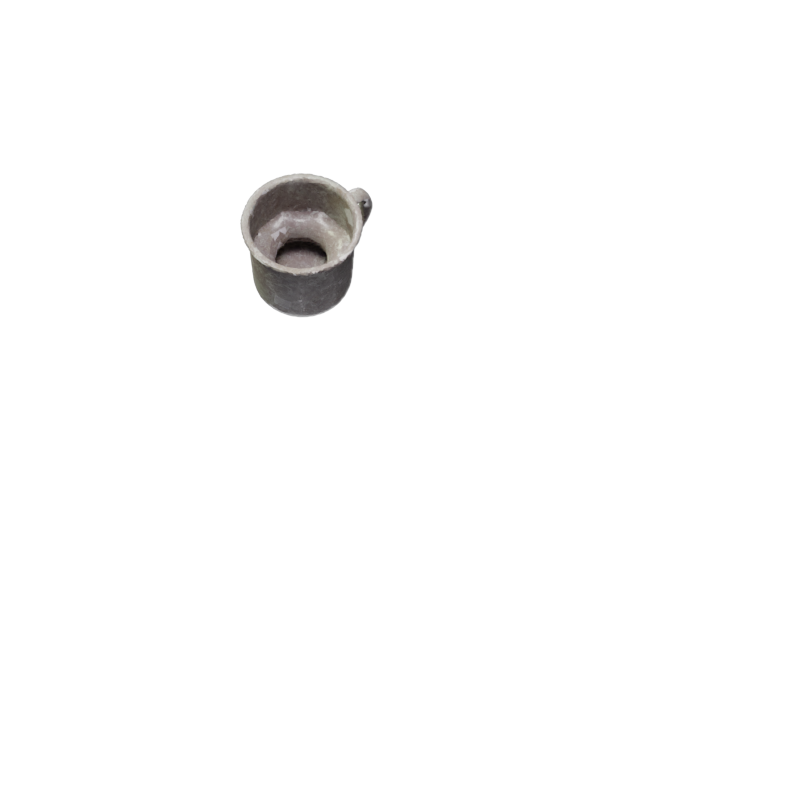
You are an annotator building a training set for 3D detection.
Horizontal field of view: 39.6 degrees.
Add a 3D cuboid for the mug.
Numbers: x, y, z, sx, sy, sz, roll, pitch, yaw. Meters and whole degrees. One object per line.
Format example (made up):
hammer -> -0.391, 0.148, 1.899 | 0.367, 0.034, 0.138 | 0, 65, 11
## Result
mug -> -0.069, -0.126, 0.881 | 0.118, 0.098, 0.077 | -40, -21, -21
